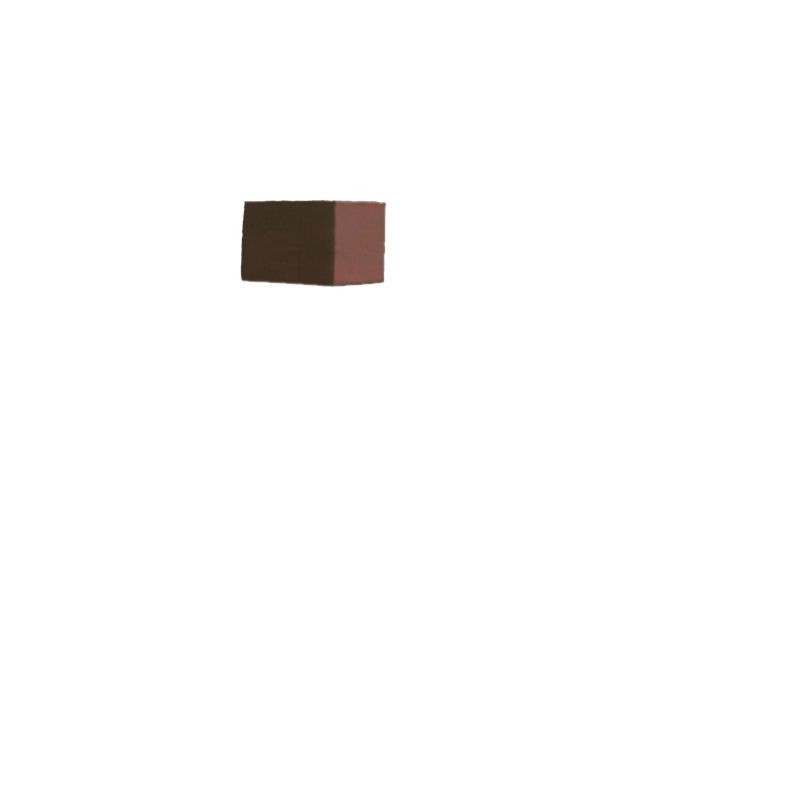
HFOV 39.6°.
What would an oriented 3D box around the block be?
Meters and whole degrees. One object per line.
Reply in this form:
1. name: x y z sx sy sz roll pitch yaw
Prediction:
1. block: -0.054 -0.099 0.692 0.081 0.051 0.051 6 8 38
